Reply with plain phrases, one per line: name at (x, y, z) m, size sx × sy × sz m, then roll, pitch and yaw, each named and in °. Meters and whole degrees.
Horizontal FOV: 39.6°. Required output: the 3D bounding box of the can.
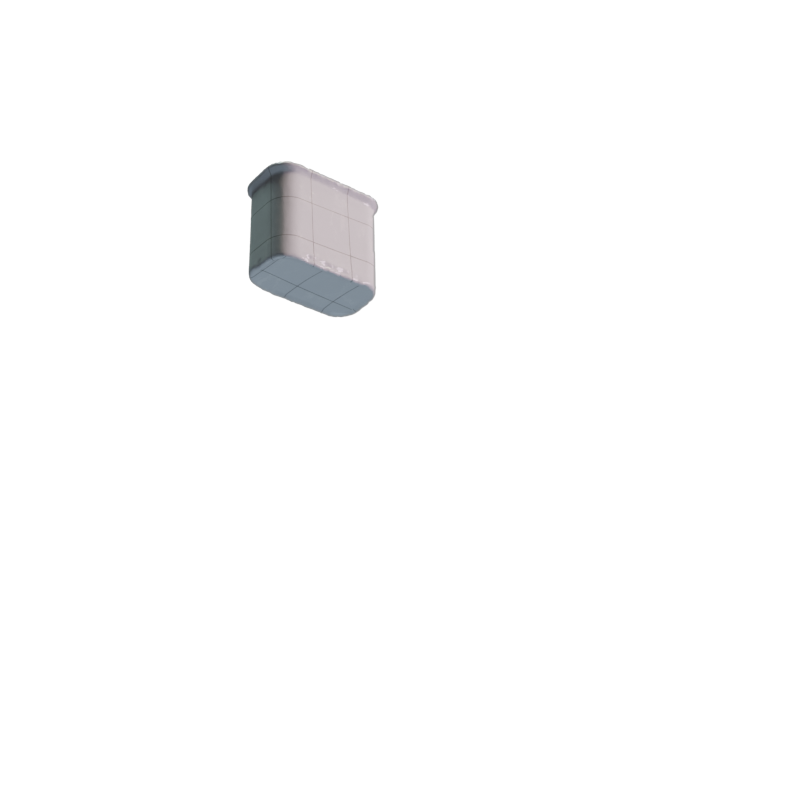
can at (-0.065, -0.119, 0.837) m, size 0.096 × 0.089 × 0.057 m, roll 20°, pitch -38°, yaw -31°
